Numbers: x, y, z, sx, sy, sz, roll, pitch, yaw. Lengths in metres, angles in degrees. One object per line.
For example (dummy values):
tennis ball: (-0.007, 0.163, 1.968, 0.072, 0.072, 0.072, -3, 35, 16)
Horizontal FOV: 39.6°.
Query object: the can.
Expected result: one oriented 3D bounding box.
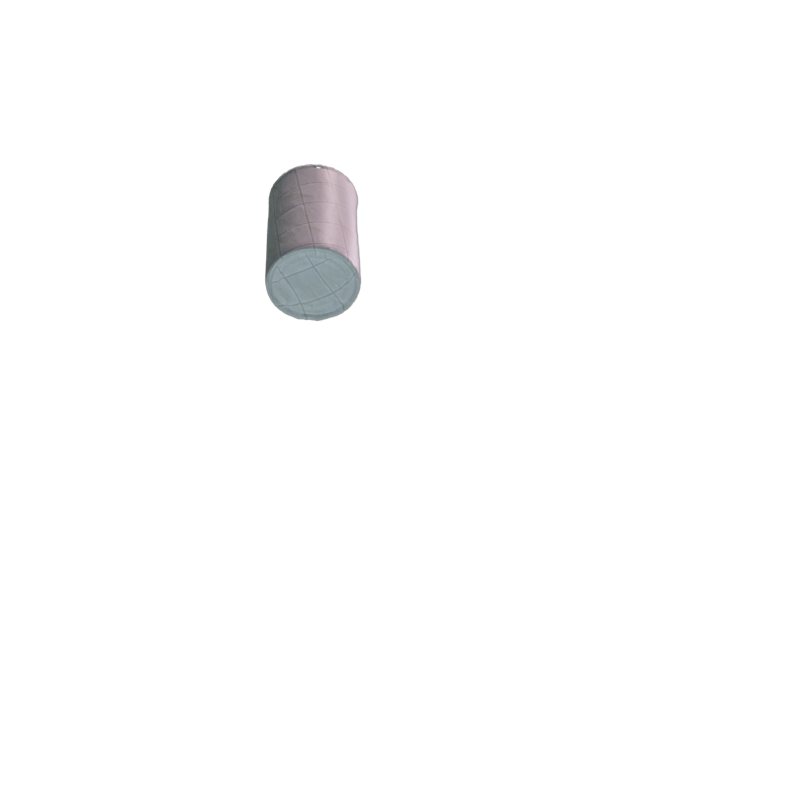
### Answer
can: (-0.062, -0.114, 0.798, 0.068, 0.064, 0.110, -1, 41, -3)
